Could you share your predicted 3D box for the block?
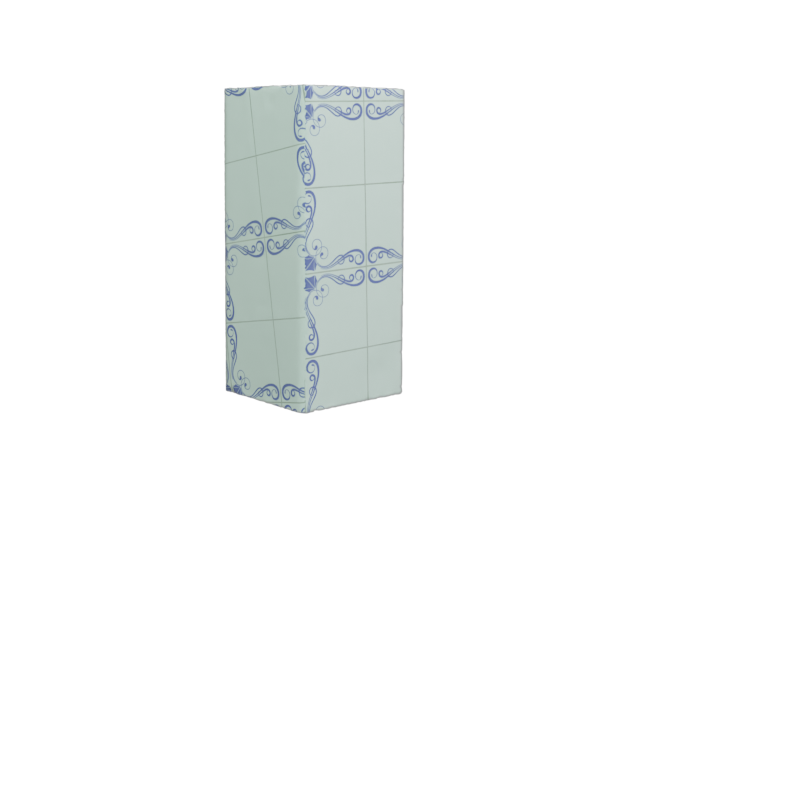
[{"bbox_3d":[-0.059,-0.107,0.749,0.088,0.203,0.094,-6,9,-42],"label":"block"}]
